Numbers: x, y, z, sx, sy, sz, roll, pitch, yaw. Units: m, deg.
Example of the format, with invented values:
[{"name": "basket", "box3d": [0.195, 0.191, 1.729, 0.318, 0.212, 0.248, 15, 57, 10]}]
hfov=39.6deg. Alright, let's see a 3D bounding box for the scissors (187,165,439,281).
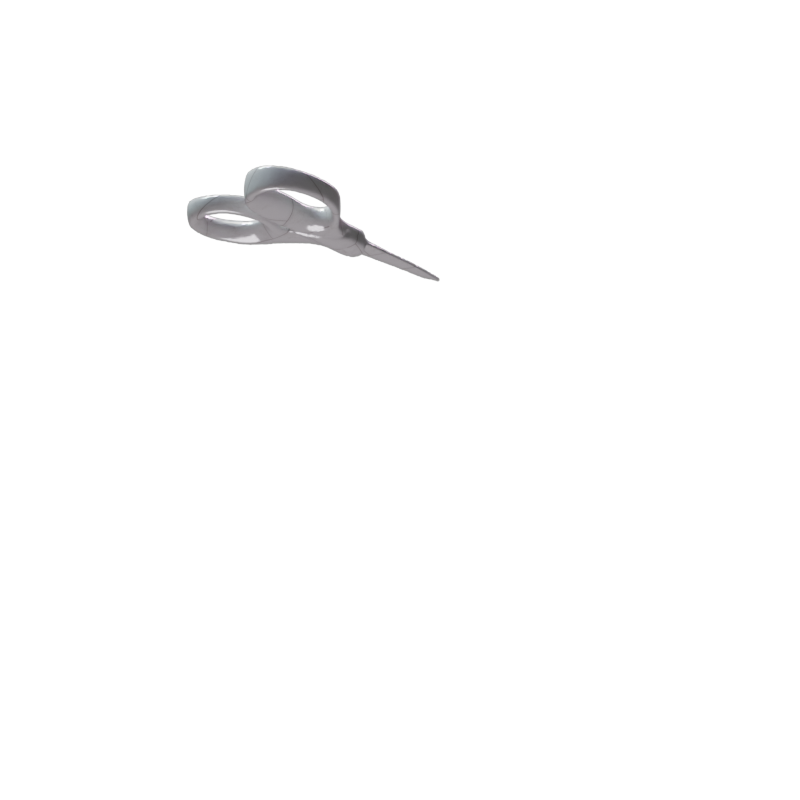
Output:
[{"name": "scissors", "box3d": [-0.052, -0.094, 0.661, 0.098, 0.016, 0.190, -5, -13, 20]}]
